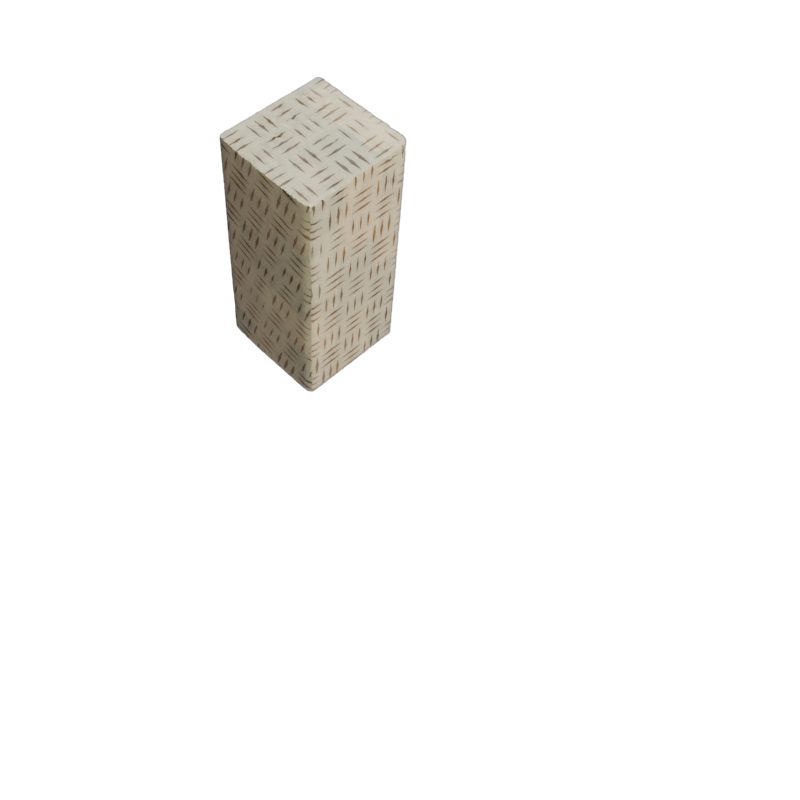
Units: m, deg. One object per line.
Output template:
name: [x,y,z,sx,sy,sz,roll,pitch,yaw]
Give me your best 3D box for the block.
block: [-0.062,-0.112,0.791,0.091,0.096,0.192,-37,-27,-26]
